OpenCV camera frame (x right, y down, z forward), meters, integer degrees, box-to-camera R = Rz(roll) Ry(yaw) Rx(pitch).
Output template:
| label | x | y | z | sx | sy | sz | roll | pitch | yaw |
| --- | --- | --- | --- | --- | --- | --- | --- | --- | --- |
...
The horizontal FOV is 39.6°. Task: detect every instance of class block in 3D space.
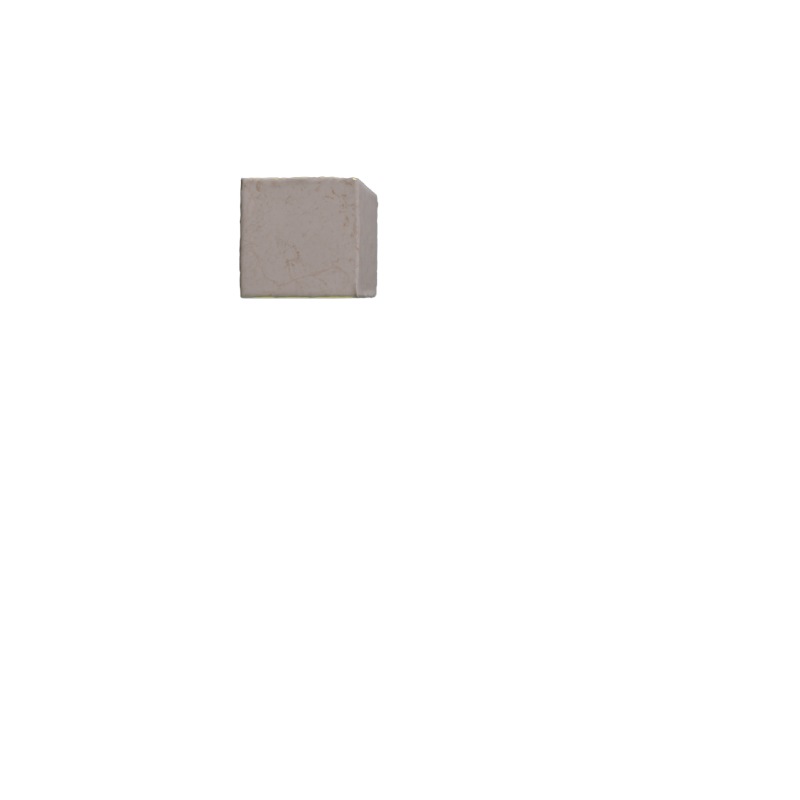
| label | x | y | z | sx | sy | sz | roll | pitch | yaw |
| --- | --- | --- | --- | --- | --- | --- | --- | --- | --- |
| block | -0.039 | -0.071 | 0.500 | 0.053 | 0.051 | 0.077 | 0 | 3 | 5 |
